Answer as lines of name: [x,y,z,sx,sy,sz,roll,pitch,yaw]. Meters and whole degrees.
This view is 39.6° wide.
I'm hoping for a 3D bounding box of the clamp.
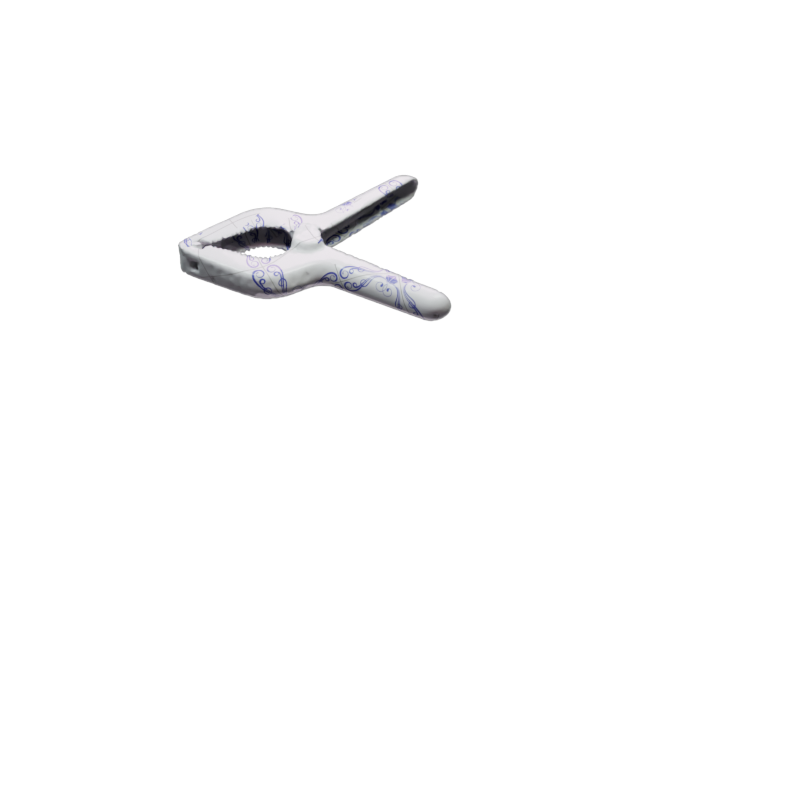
clamp: [-0.069,-0.127,0.887,0.210,0.034,0.176,0,44,0]
